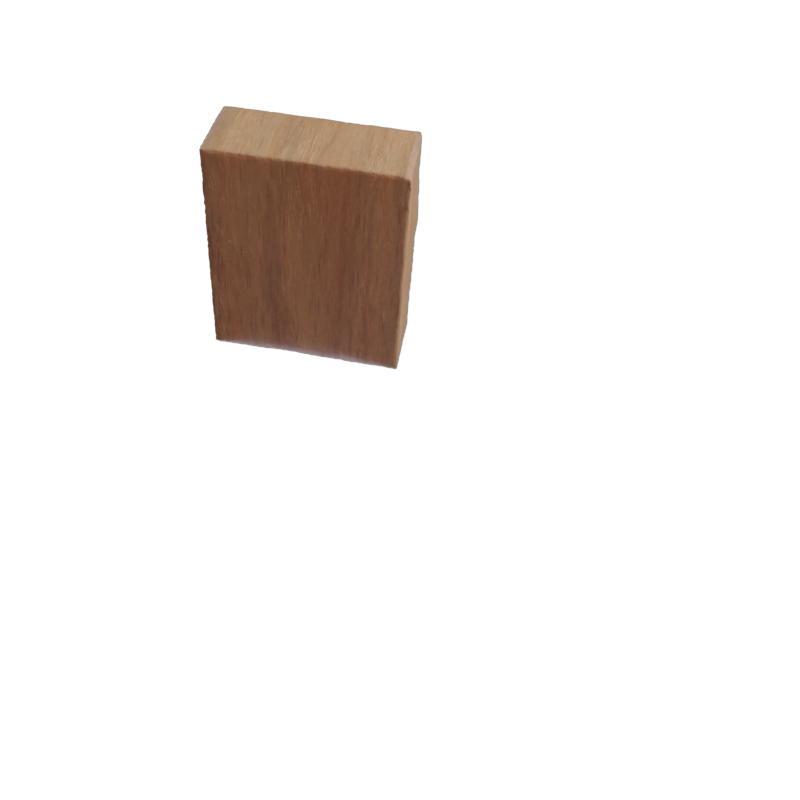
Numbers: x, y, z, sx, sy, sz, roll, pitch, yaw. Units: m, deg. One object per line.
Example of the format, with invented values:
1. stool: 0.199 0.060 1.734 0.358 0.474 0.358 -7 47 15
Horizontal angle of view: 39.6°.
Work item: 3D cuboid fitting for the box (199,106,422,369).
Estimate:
1. box: -0.071 -0.130 0.913 0.166 0.199 0.076 10 46 7
